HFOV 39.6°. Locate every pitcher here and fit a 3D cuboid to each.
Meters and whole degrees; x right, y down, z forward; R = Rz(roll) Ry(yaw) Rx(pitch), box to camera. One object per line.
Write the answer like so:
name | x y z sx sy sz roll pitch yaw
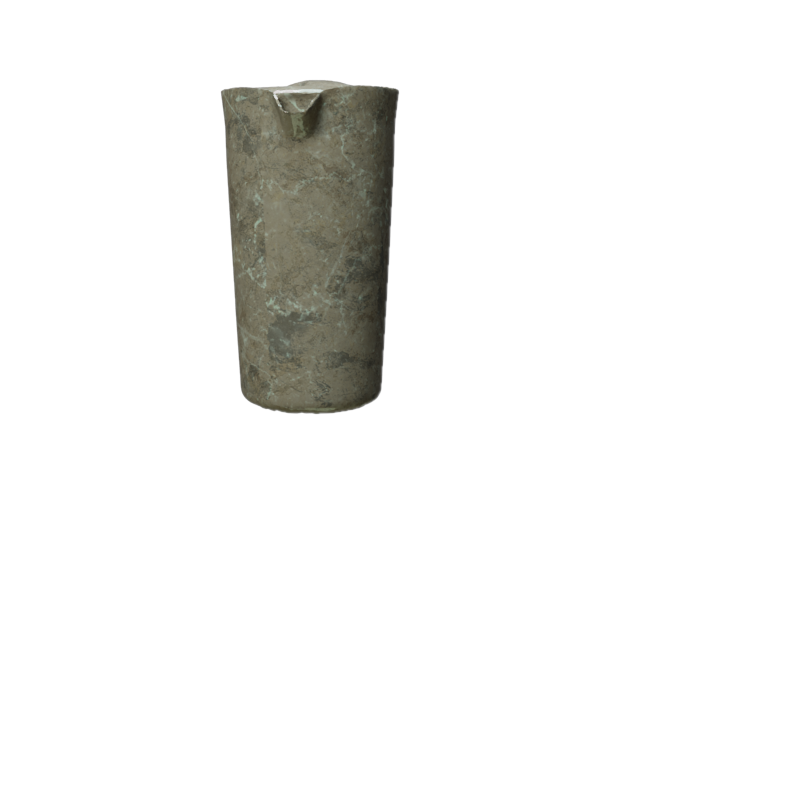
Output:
pitcher | -0.067 -0.121 0.850 0.144 0.240 0.152 -5 9 -41
